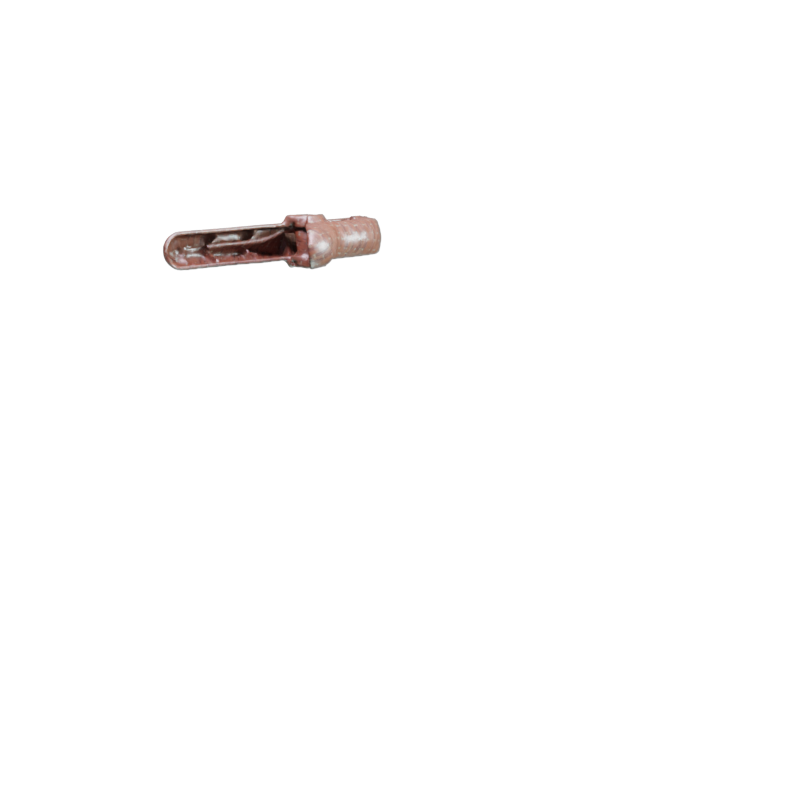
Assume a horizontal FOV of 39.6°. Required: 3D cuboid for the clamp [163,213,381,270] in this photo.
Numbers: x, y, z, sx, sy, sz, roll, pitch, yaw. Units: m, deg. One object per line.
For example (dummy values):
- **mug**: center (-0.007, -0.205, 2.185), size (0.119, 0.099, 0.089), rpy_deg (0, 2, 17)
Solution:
- **clamp**: center (-0.057, -0.104, 0.731), size (0.126, 0.038, 0.168), rpy_deg (11, 19, 36)
